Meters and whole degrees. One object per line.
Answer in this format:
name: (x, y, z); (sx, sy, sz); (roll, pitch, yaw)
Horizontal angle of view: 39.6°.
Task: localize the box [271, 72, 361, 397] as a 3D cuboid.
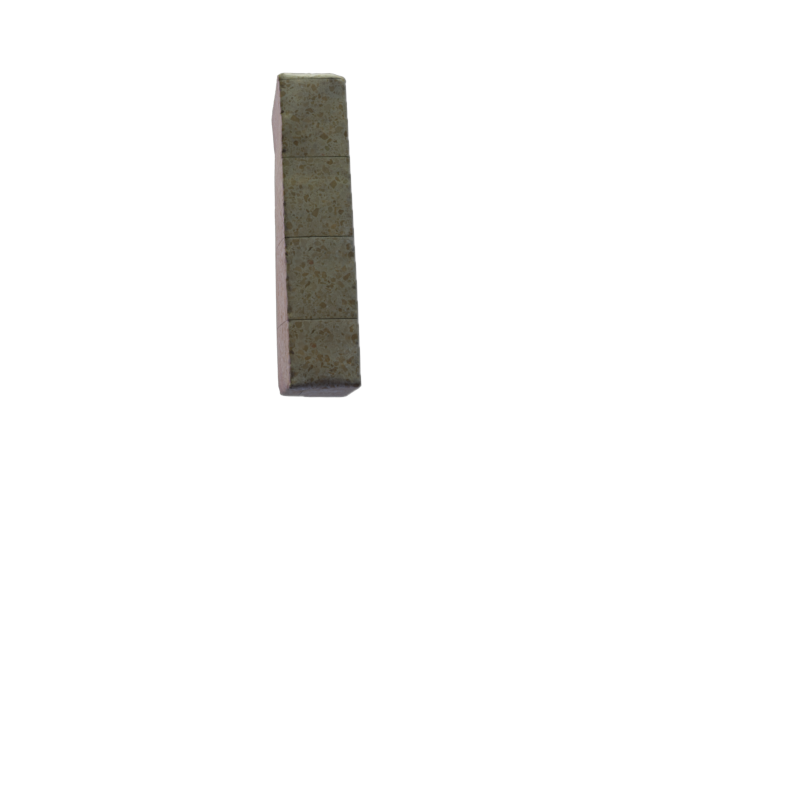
box: (-0.050, -0.092, 0.642); (0.048, 0.181, 0.092); (1, -9, -8)
